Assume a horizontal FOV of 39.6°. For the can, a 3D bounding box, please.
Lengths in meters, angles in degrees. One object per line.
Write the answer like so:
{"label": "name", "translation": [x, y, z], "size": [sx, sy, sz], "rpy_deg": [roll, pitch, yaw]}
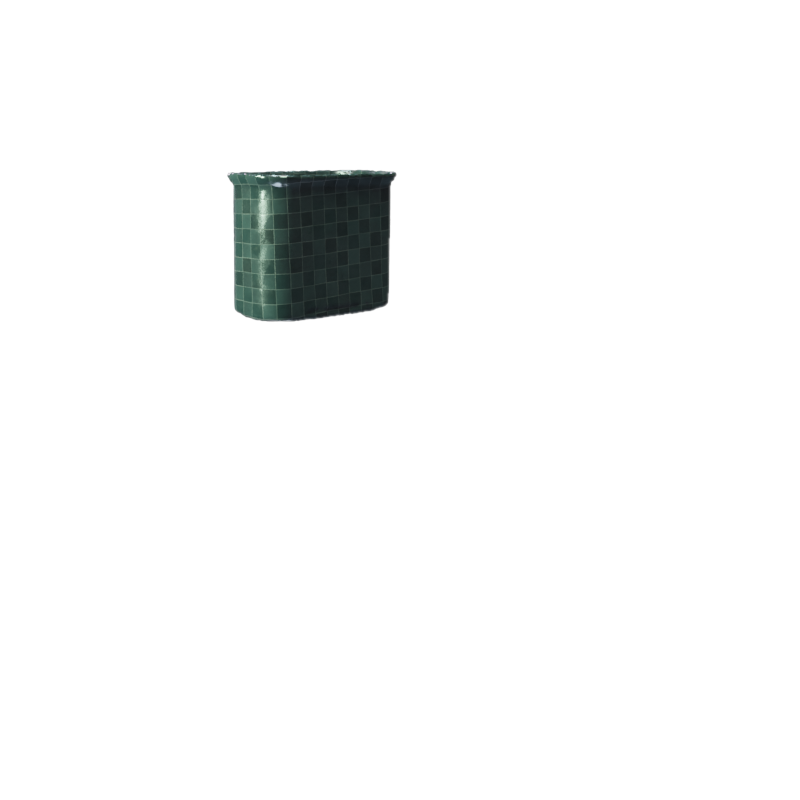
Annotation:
{"label": "can", "translation": [-0.052, -0.095, 0.664], "size": [0.099, 0.082, 0.060], "rpy_deg": [-8, 12, -39]}
